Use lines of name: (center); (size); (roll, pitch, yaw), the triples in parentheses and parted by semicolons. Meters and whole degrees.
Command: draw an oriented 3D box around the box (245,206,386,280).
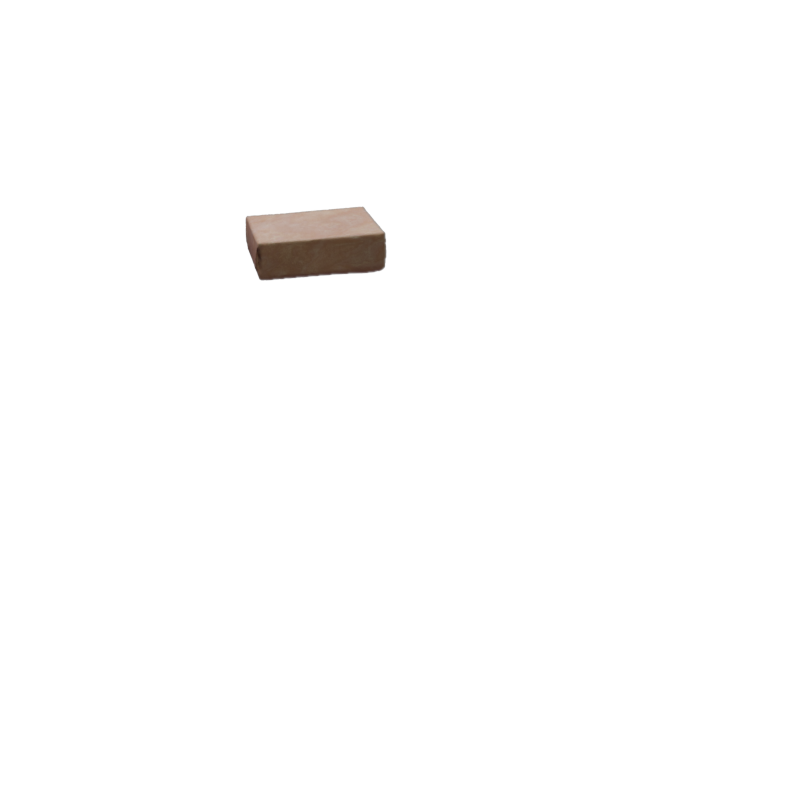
box: (-0.076, -0.139, 0.976); (0.112, 0.037, 0.095); (-5, 24, -11)
